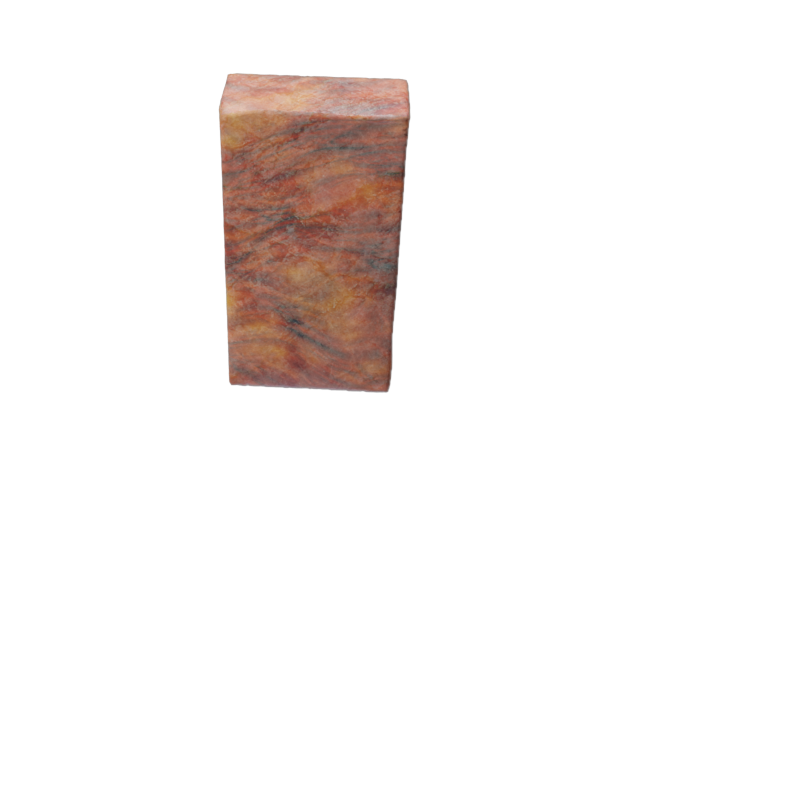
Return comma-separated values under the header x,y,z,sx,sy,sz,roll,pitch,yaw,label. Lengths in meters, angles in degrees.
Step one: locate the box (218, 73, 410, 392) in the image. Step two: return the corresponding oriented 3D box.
x,y,z,sx,sy,sz,roll,pitch,yaw,label
-0.046,-0.083,0.584,0.093,0.164,0.051,3,41,0,box
